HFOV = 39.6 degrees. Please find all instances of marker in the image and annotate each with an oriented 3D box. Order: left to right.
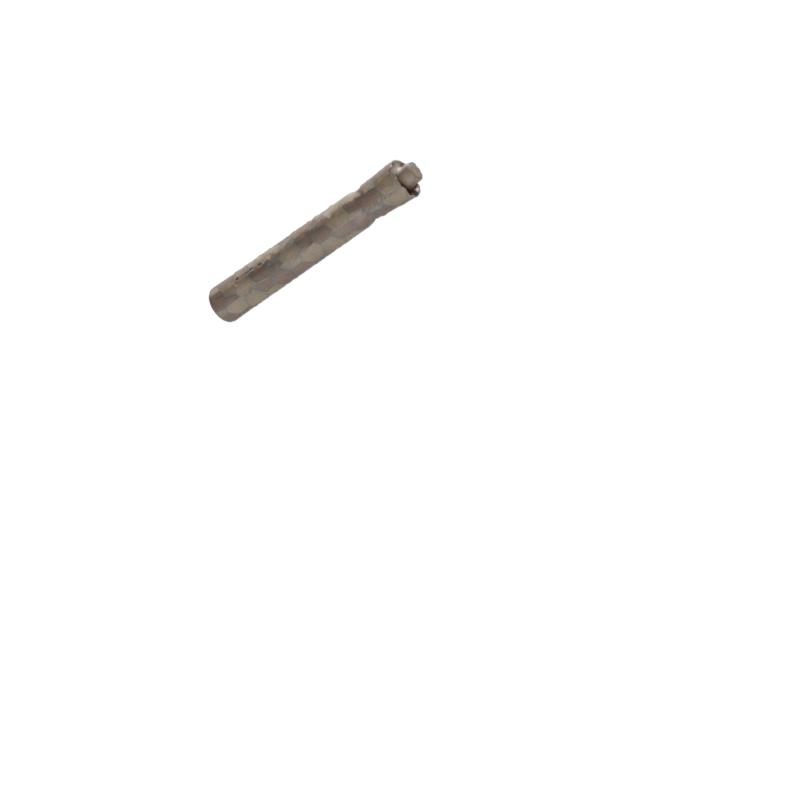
[{"bbox_3d":[-0.039,-0.071,0.494,0.120,0.020,0.019,-30,-13,30],"label":"marker"}]
